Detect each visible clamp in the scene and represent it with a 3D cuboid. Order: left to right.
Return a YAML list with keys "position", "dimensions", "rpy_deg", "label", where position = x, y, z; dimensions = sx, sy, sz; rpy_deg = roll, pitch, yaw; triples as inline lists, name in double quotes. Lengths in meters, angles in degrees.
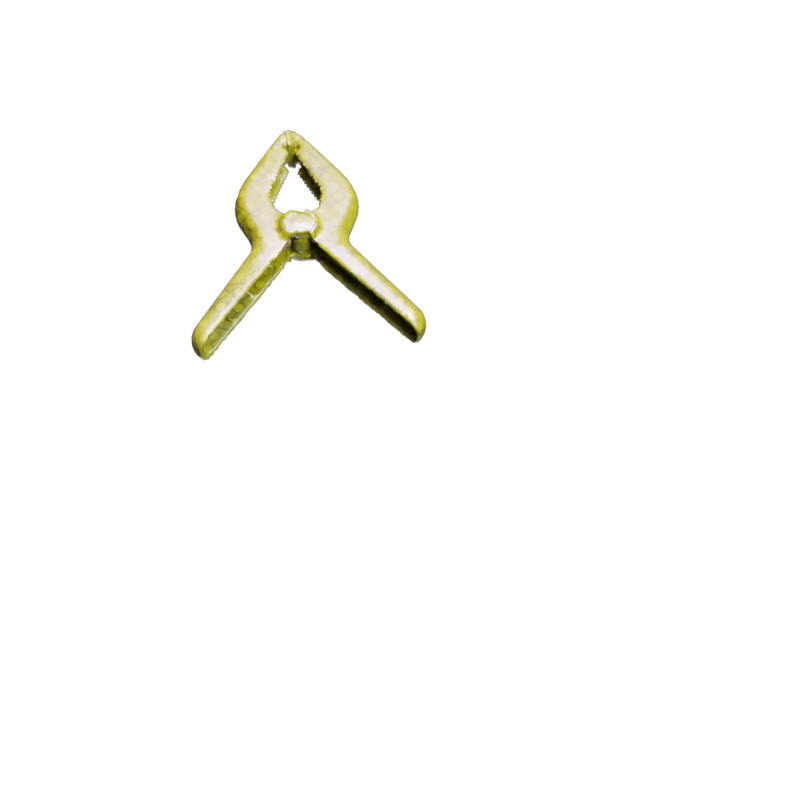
- position: [-0.065, -0.119, 0.833]
  dimensions: [0.165, 0.225, 0.034]
  rpy_deg: [0, -36, 0]
  label: "clamp"
